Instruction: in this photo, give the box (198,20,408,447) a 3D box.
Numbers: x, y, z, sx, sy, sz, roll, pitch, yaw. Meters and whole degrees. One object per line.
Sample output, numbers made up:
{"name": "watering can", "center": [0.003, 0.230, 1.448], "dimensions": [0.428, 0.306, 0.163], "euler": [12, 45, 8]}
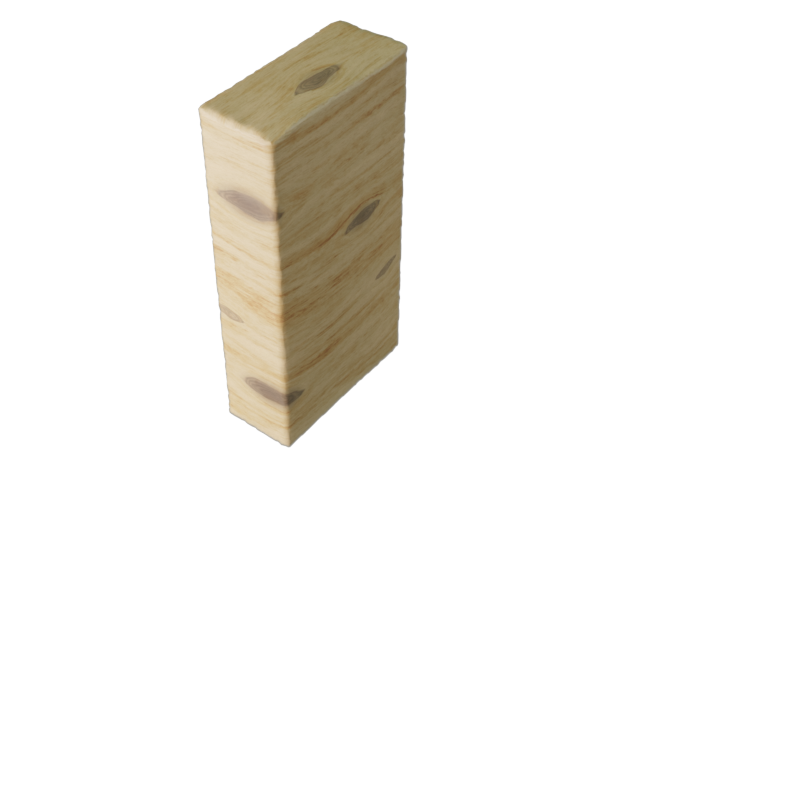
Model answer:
{"name": "box", "center": [-0.039, -0.072, 0.503], "dimensions": [0.051, 0.164, 0.095], "euler": [28, 50, 23]}
